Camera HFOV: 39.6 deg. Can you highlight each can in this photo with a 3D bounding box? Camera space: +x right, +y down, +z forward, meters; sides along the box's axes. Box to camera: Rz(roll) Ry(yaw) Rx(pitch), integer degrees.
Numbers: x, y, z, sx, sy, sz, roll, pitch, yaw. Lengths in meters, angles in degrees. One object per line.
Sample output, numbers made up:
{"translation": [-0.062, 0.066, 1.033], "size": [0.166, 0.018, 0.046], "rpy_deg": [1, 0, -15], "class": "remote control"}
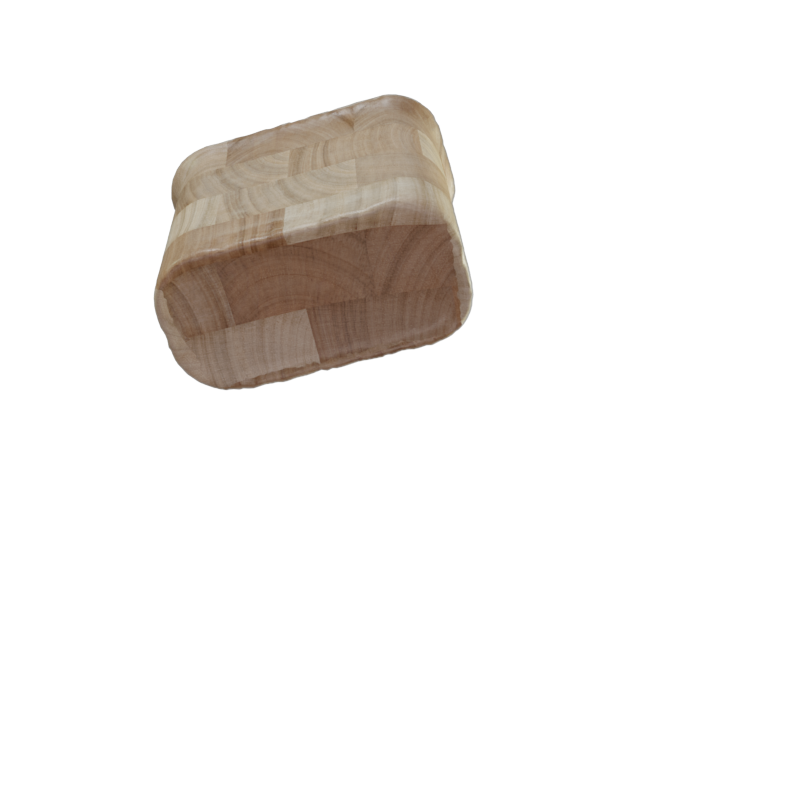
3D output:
{"translation": [-0.029, -0.053, 0.373], "size": [0.102, 0.054, 0.089], "rpy_deg": [-15, 31, 7], "class": "can"}
